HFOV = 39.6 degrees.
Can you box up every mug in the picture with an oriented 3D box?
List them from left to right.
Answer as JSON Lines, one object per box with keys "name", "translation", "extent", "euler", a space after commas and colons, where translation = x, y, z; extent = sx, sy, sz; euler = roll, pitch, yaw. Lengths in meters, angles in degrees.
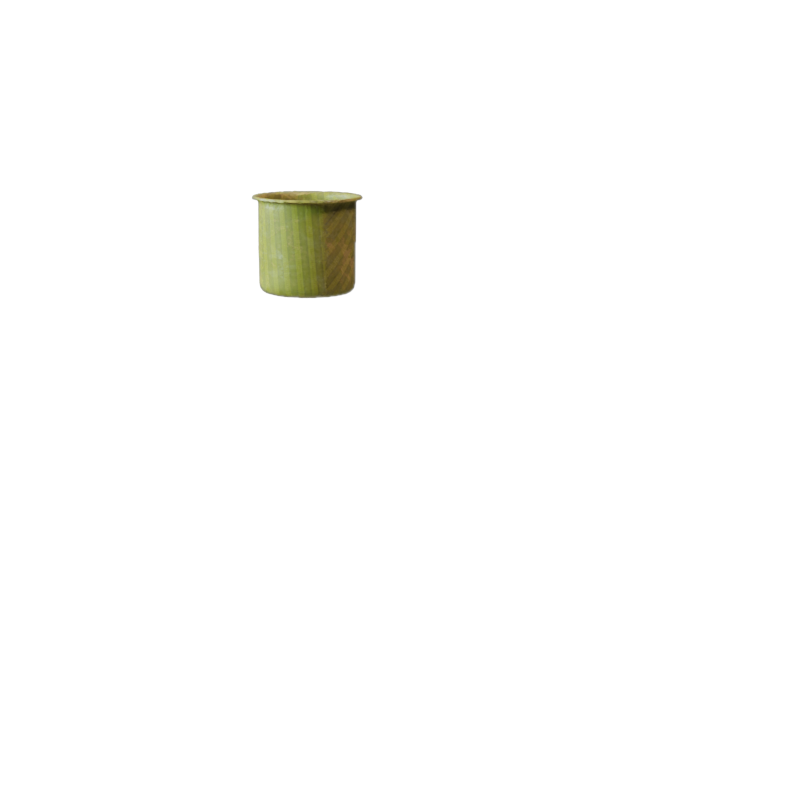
{"name": "mug", "translation": [-0.074, -0.135, 0.945], "extent": [0.096, 0.080, 0.116], "euler": [5, 14, 21]}
